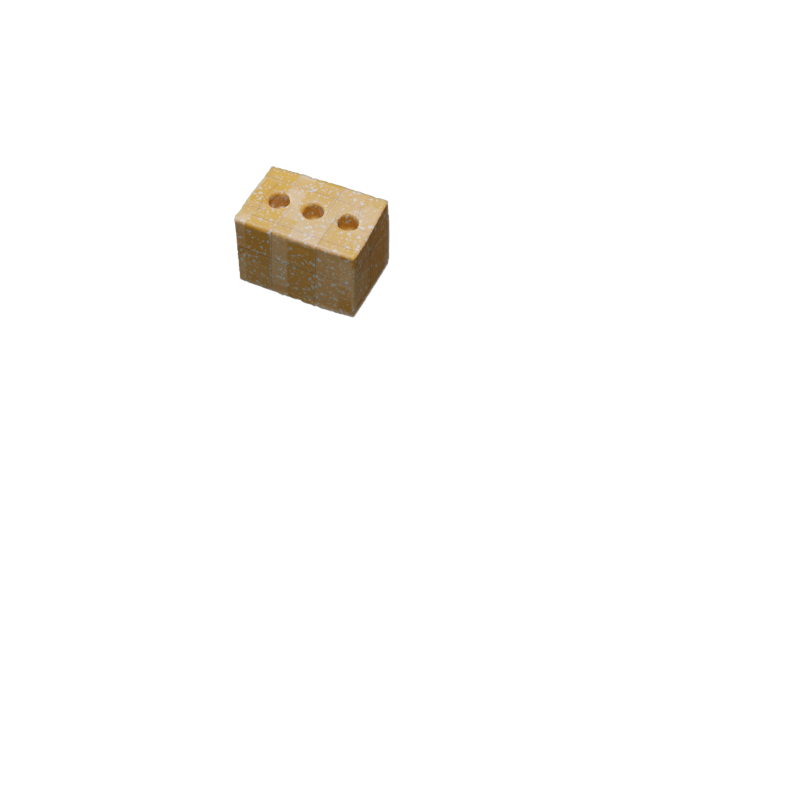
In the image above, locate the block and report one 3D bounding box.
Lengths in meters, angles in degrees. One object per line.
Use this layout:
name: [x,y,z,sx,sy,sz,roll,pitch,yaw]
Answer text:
block: [-0.051,-0.093,0.651,0.080,0.055,0.048,19,-40,15]
